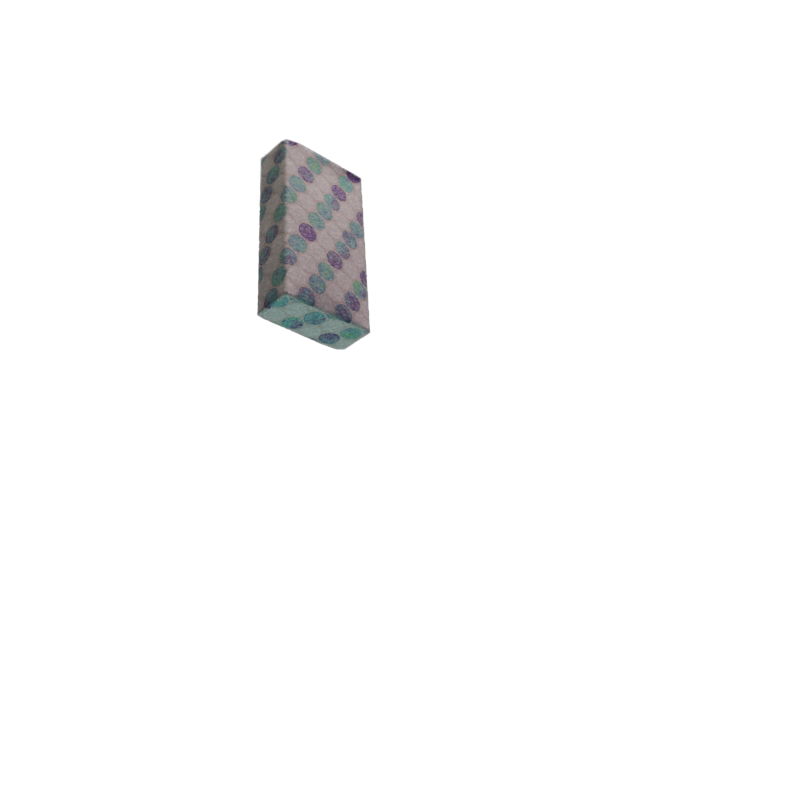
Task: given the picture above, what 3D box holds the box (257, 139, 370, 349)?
[{"bbox_3d":[-0.075,-0.137,0.961,0.088,0.189,0.048,24,-42,-33],"label":"box"}]
